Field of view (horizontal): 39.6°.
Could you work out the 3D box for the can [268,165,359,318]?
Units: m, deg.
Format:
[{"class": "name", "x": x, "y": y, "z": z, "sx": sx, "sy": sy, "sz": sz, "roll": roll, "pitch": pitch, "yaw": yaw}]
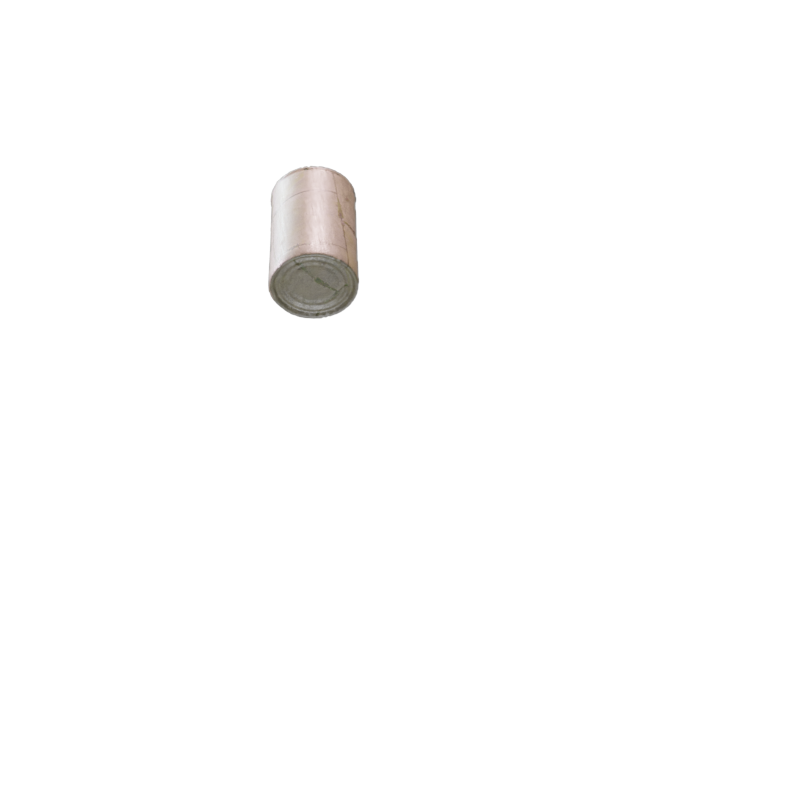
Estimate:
[{"class": "can", "x": -0.066, "y": -0.120, "z": 0.842, "sx": 0.068, "sy": 0.110, "sz": 0.064, "roll": -1, "pitch": -45, "yaw": -3}]
